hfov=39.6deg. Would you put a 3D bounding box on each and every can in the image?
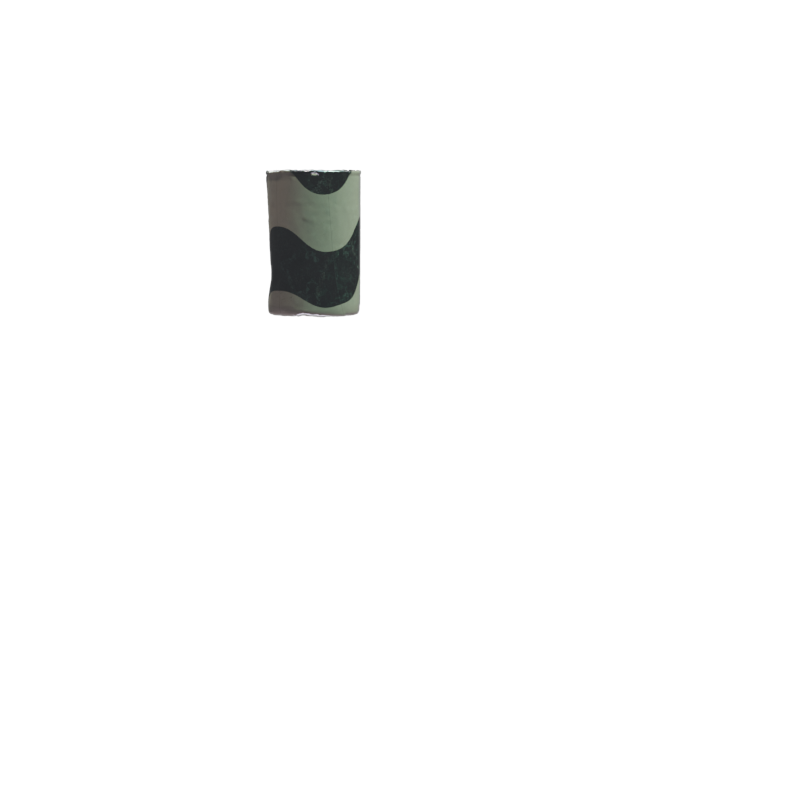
[{"bbox_3d":[-0.062,-0.113,0.792,0.068,0.101,0.069,0,5,-2],"label":"can"}]
